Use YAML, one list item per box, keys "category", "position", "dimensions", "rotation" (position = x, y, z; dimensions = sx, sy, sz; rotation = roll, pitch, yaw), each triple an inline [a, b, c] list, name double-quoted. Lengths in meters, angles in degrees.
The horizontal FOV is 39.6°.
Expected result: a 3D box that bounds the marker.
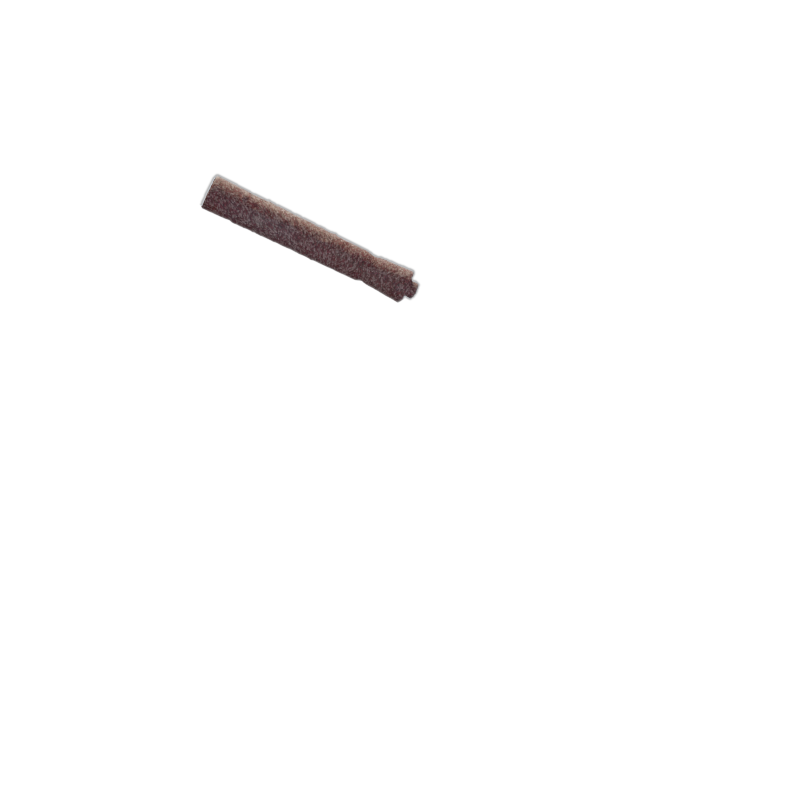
- category: "marker"
  position: [-0.045, -0.082, 0.577]
  dimensions: [0.119, 0.020, 0.020]
  rotation: [25, -1, -8]
